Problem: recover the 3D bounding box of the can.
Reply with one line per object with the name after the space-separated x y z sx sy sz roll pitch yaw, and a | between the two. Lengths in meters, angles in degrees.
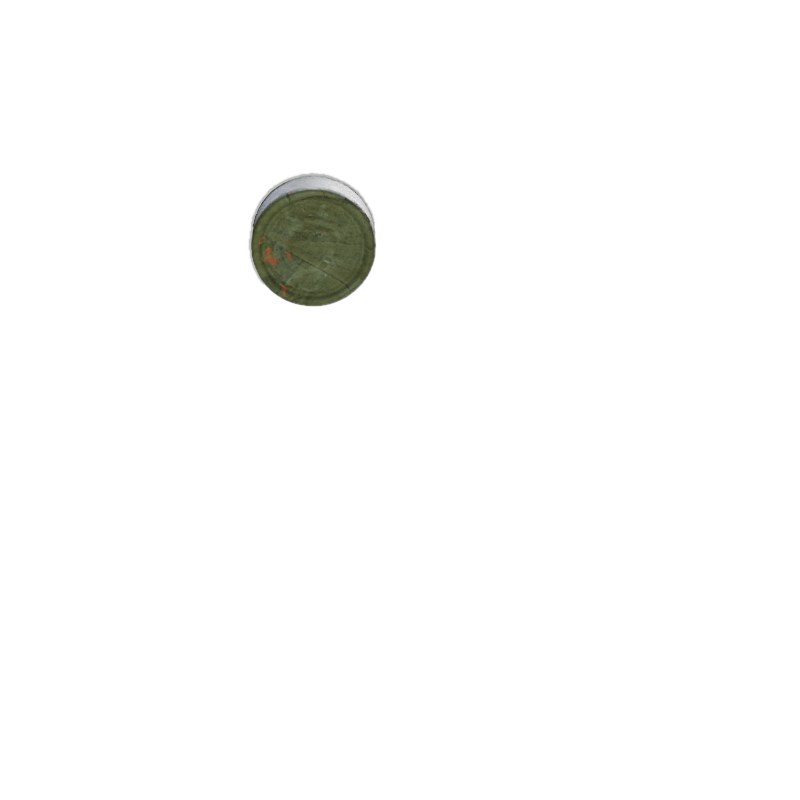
-0.059 -0.108 0.755 0.086 0.082 0.035 0 20 -1 | can
